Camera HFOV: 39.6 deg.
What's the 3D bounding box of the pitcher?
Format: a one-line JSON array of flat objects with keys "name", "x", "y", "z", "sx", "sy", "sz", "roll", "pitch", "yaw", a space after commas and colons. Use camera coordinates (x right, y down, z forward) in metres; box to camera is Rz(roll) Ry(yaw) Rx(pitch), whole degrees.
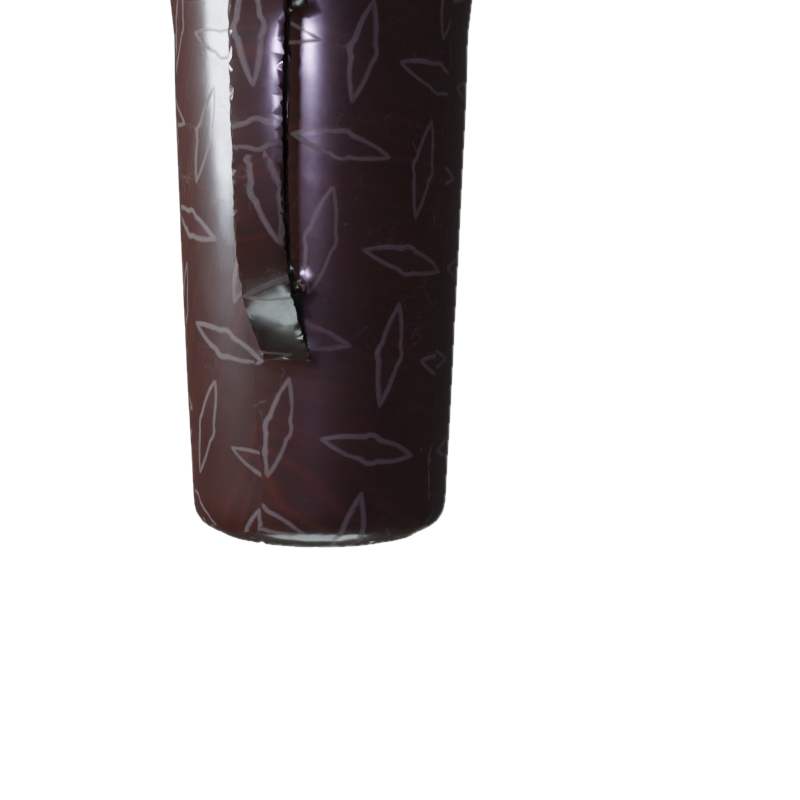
[{"name": "pitcher", "x": -0.037, "y": -0.067, "z": 0.471, "sx": 0.144, "sy": 0.244, "sz": 0.150, "roll": 0, "pitch": -1, "yaw": -36}]
